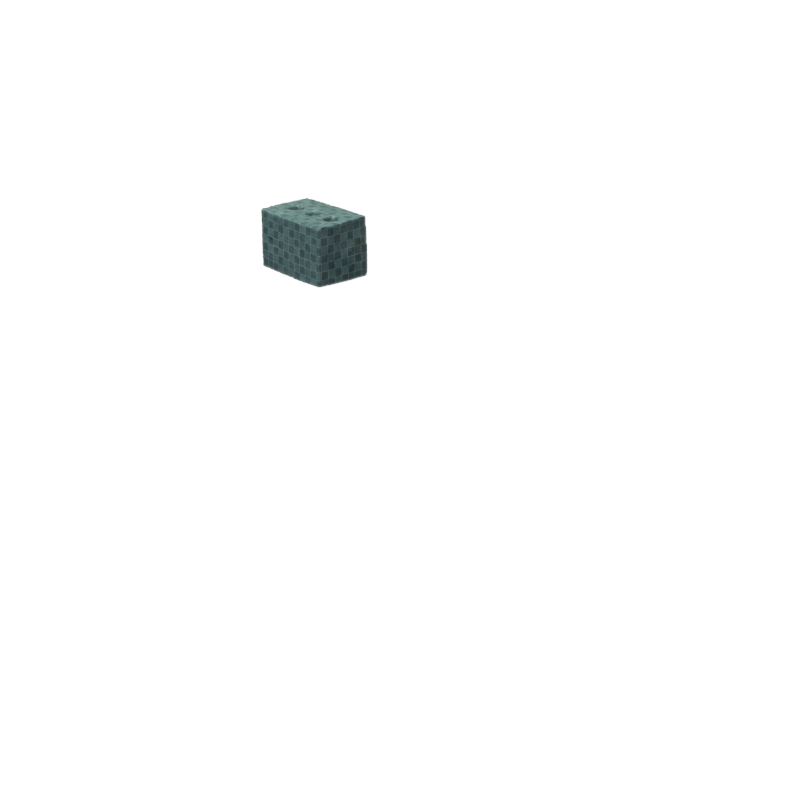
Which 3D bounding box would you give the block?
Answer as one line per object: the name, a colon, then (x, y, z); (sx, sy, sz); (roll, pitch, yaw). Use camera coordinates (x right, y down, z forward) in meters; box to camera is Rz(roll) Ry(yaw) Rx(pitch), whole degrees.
block: (-0.072, -0.131, 0.919); (0.052, 0.049, 0.083); (-18, 29, -39)
